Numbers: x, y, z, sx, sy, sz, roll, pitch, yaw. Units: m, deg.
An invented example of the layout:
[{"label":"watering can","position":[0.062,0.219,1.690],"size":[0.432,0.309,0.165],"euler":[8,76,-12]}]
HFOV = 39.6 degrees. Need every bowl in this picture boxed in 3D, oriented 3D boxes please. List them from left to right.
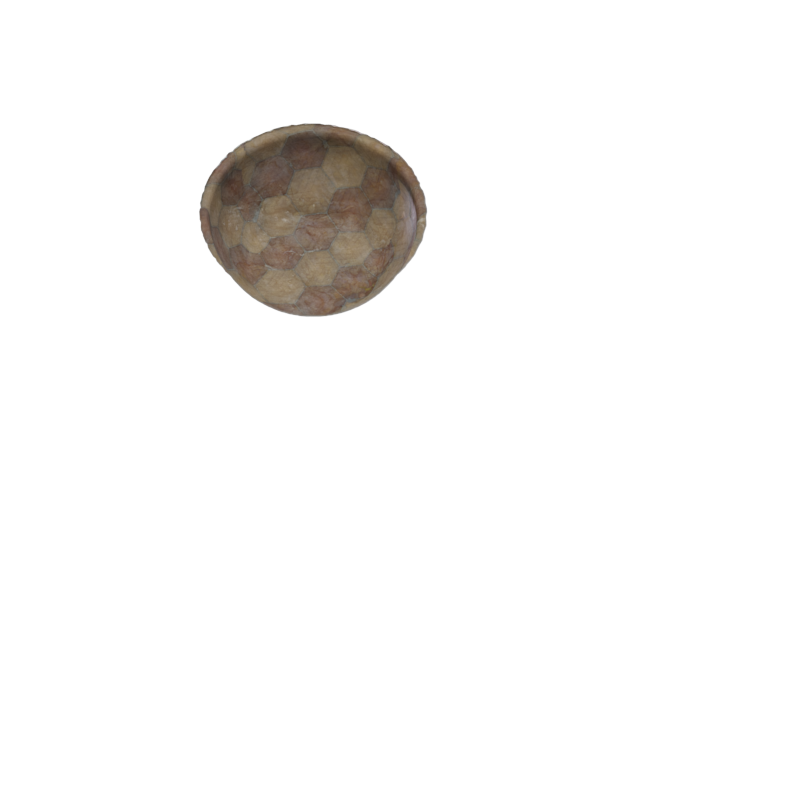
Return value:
[{"label":"bowl","position":[-0.060,-0.110,0.768],"size":[0.162,0.151,0.059],"euler":[1,43,-1]}]
